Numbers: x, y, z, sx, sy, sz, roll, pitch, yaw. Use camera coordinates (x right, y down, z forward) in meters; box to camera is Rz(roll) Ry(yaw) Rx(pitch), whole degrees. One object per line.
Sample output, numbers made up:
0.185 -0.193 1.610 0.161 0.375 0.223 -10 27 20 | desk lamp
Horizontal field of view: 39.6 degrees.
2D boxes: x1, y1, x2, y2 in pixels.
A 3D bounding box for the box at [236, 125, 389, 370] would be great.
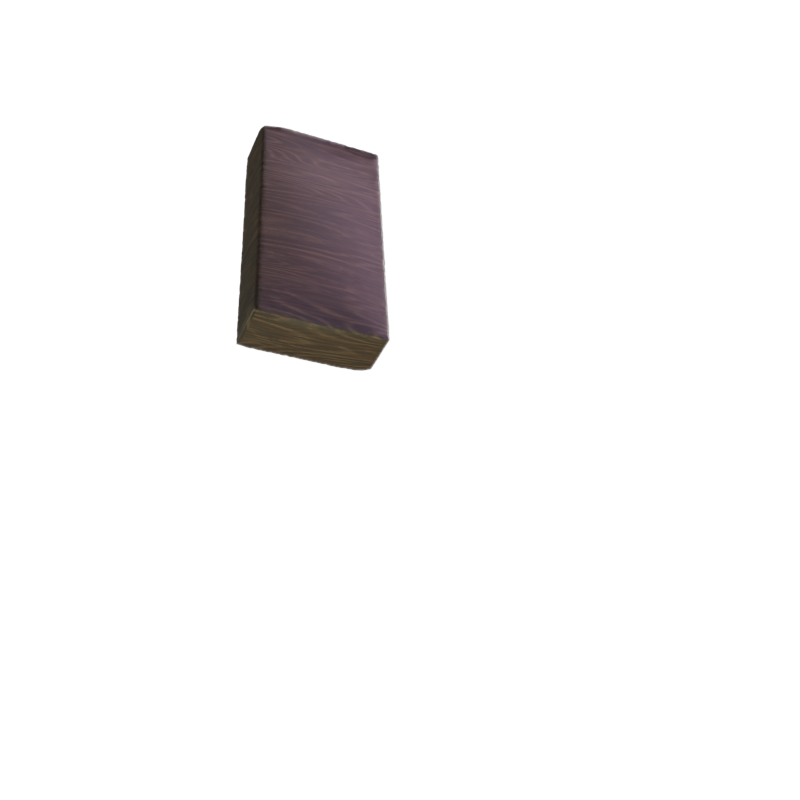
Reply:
-0.059 -0.108 0.757 0.091 0.189 0.046 12 -40 -18 | box
